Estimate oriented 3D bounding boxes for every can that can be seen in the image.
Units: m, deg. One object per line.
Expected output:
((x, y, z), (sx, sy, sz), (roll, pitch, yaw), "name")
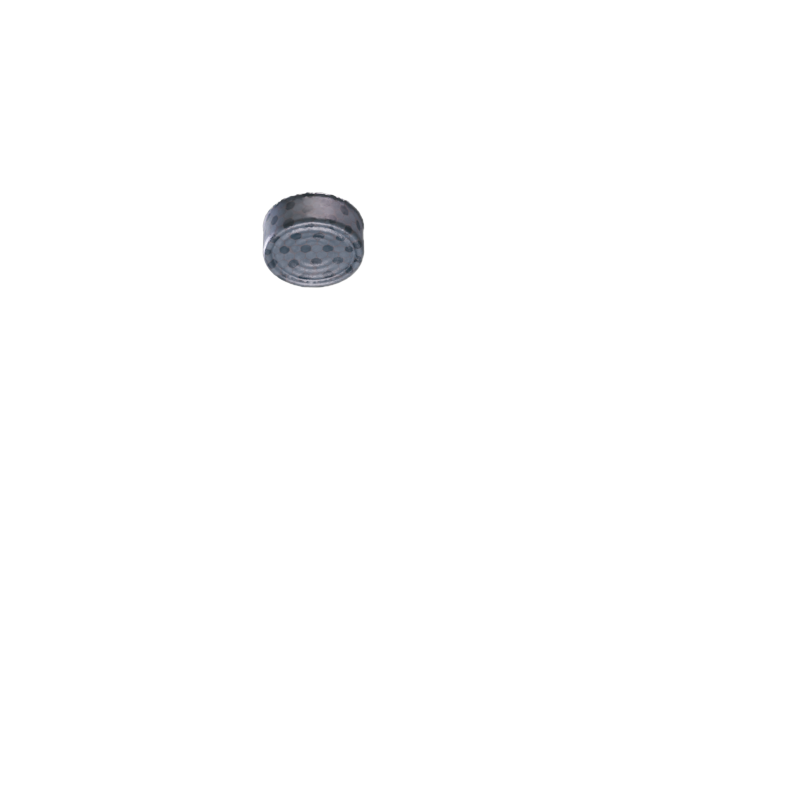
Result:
((-0.073, -0.132, 0.927), (0.086, 0.036, 0.080), (1, -37, -2), "can")
